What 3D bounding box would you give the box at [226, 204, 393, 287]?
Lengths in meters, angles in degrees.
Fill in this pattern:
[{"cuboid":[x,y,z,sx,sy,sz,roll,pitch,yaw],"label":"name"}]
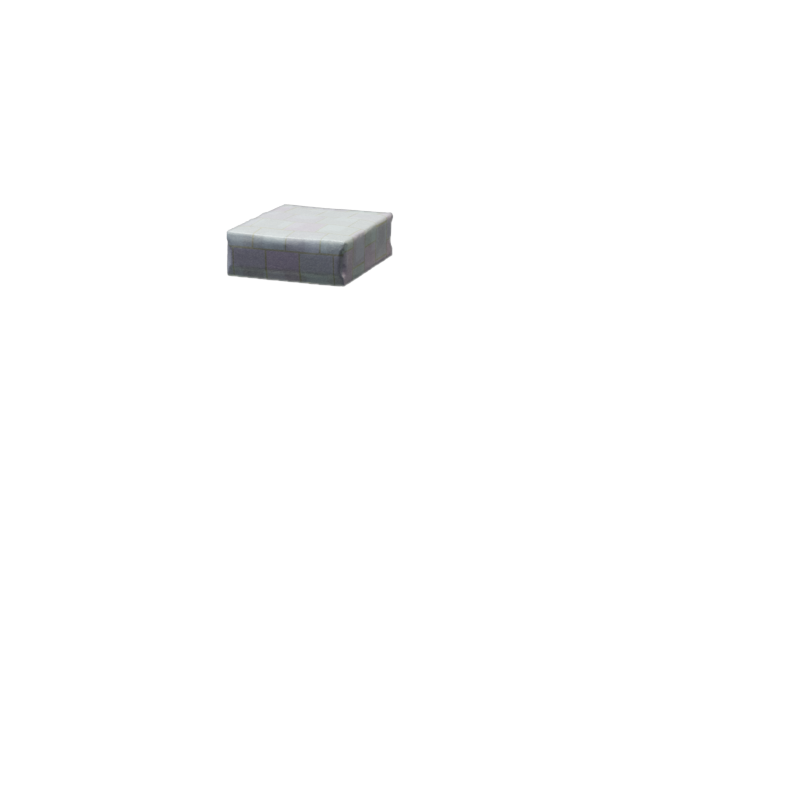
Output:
[{"cuboid":[-0.051,-0.094,0.657,0.075,0.029,0.090,7,21,18],"label":"box"}]
